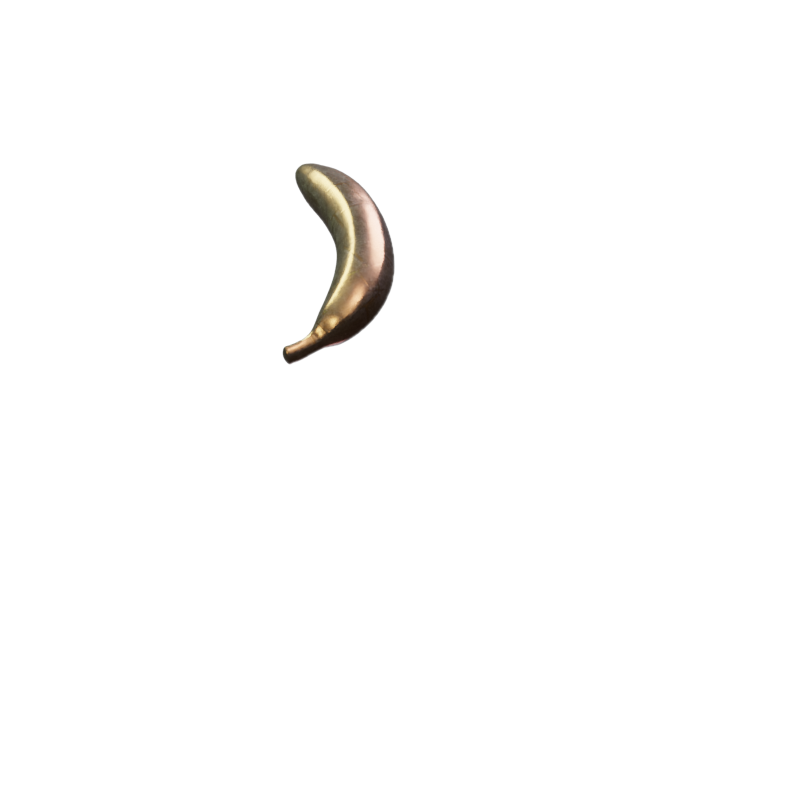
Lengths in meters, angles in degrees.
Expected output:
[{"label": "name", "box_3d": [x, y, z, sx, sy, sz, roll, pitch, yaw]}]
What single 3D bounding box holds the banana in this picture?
[{"label": "banana", "box_3d": [-0.039, -0.102, 0.733, 0.069, 0.034, 0.212, 0, 42, -1]}]
